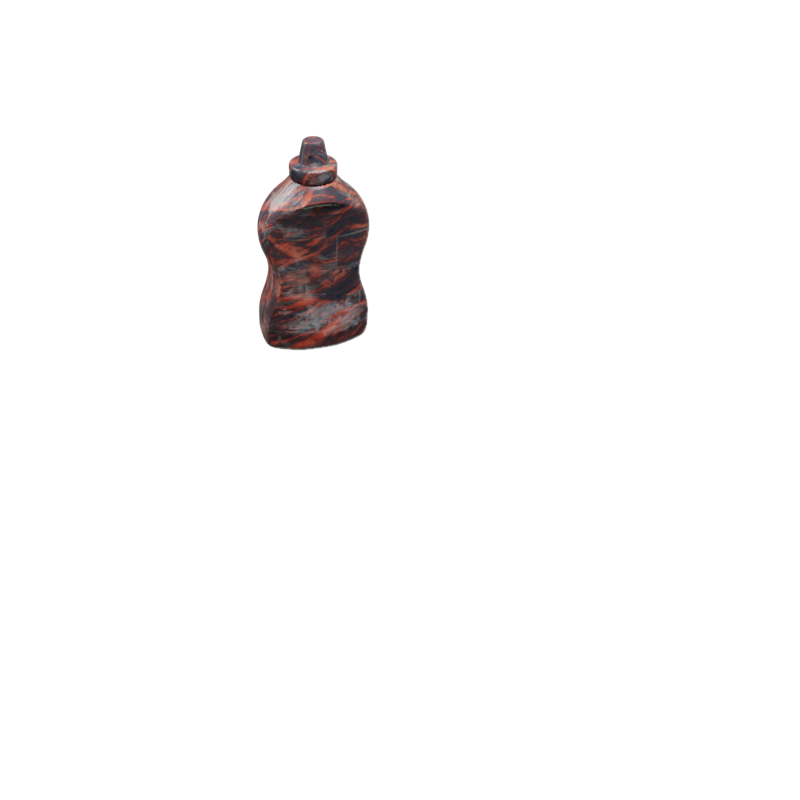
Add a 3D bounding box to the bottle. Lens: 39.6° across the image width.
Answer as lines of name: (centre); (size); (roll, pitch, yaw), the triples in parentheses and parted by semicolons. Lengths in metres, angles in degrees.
bottle: (-0.075, -0.137, 0.960); (0.095, 0.180, 0.063); (-6, 33, -13)
